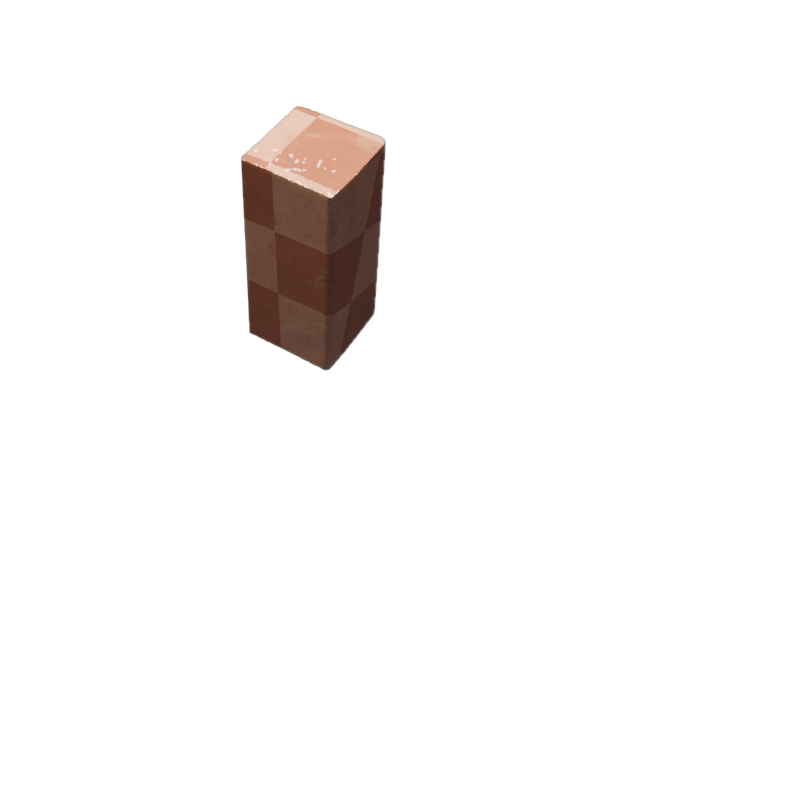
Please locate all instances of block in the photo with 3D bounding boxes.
[{"bbox_3d":[-0.075,-0.138,0.967,0.095,0.192,0.093,25,50,19],"label":"block"}]
